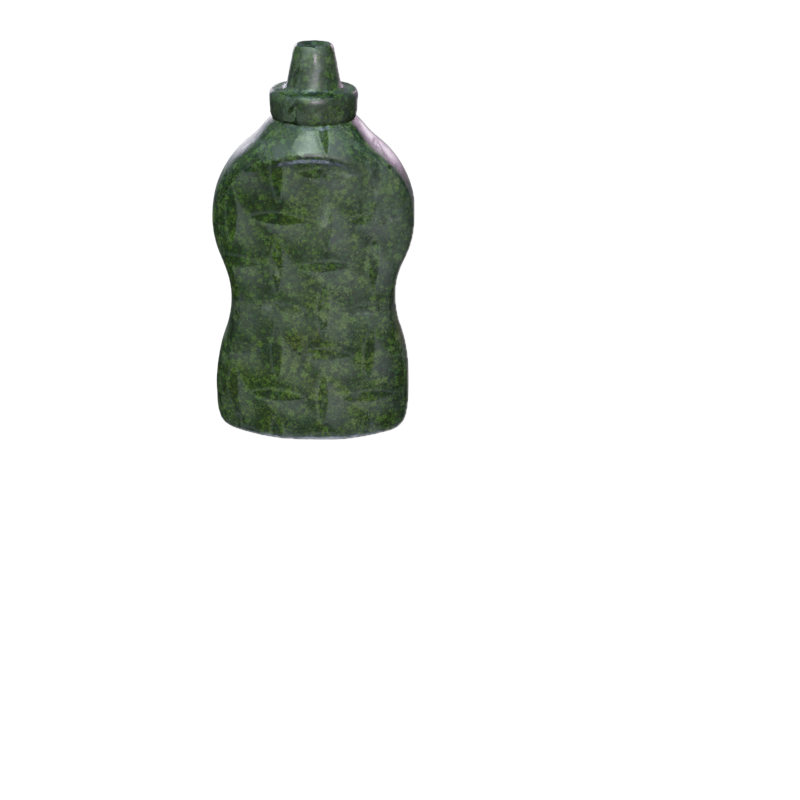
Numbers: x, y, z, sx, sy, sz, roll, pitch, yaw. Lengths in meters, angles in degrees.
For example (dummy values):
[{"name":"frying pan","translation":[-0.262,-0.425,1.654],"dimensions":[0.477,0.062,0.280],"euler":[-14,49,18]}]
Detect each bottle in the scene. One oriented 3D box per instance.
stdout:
[{"name":"bottle","translation":[-0.042,-0.077,0.535],"dimensions":[0.096,0.182,0.061],"euler":[2,23,2]}]
